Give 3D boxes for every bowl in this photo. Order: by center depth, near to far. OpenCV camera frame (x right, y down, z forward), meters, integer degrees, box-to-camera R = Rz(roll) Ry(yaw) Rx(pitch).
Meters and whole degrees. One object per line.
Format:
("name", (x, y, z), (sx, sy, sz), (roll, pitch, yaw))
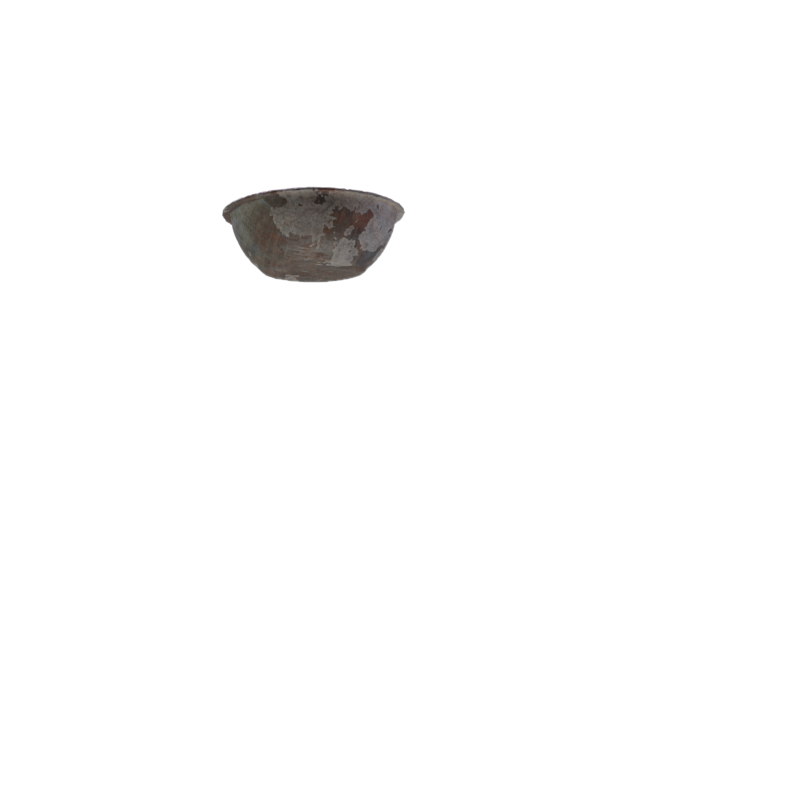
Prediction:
("bowl", (-0.077, -0.140, 0.980), (0.162, 0.056, 0.158), (0, -7, -2))
